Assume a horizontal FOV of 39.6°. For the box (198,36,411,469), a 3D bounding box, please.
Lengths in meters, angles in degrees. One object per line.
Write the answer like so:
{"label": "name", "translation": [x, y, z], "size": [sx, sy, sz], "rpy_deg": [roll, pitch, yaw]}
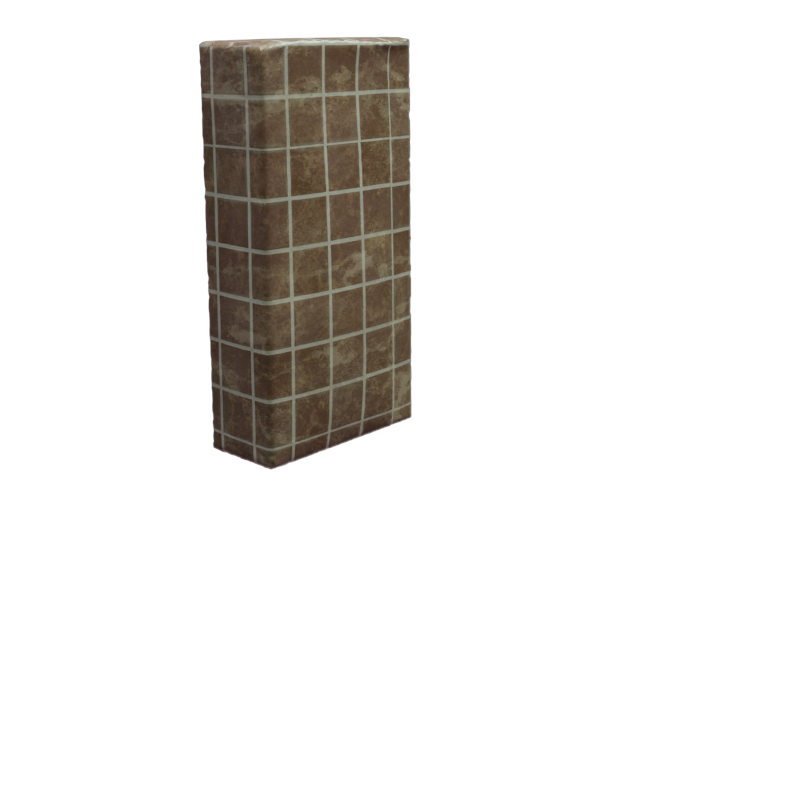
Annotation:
{"label": "box", "translation": [-0.038, -0.069, 0.486], "size": [0.051, 0.171, 0.091], "rpy_deg": [13, 19, 41]}
